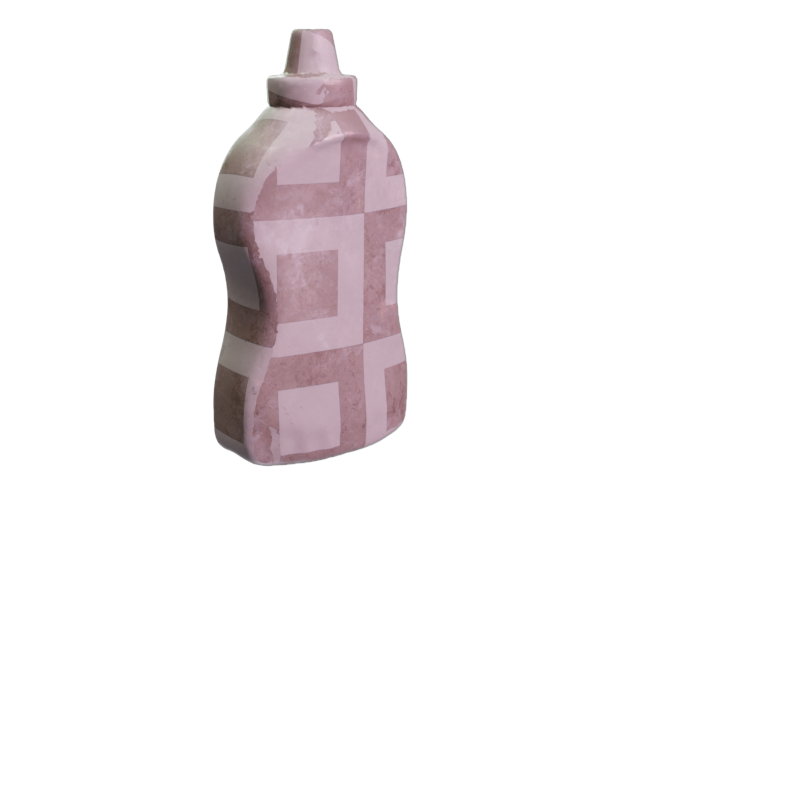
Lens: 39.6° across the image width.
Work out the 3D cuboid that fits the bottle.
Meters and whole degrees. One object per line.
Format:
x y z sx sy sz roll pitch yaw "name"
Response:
-0.040 -0.073 0.509 0.093 0.186 0.062 -9 15 -36 "bottle"
